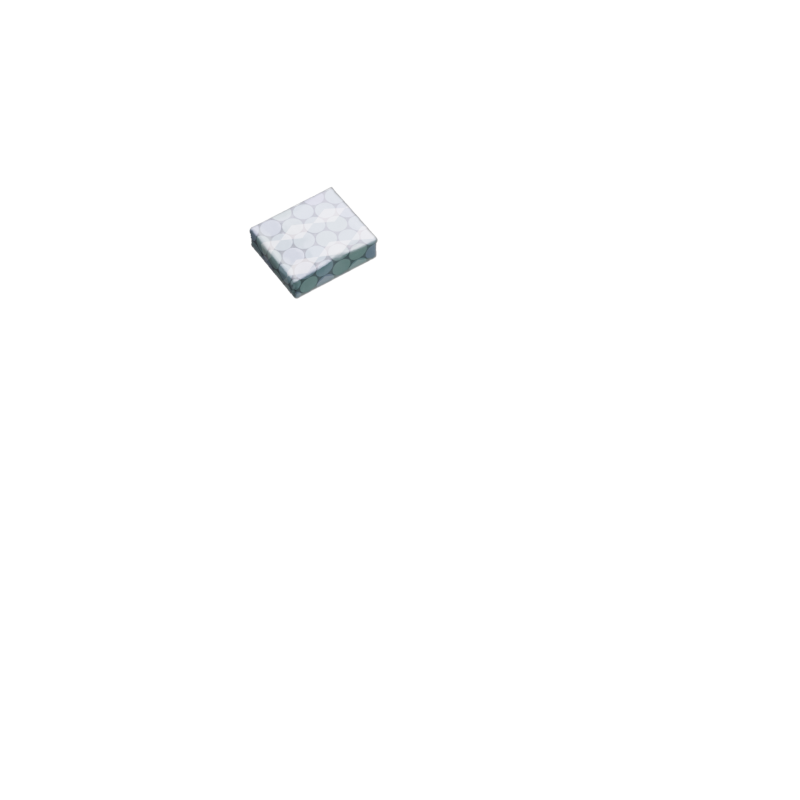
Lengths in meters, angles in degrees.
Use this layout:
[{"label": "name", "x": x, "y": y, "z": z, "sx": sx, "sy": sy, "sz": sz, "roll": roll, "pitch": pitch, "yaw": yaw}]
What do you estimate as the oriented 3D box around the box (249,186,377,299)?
[{"label": "box", "x": -0.076, "y": -0.139, "z": 0.972, "sx": 0.089, "sy": 0.078, "sz": 0.028, "roll": -29, "pitch": -31, "yaw": -20}]
